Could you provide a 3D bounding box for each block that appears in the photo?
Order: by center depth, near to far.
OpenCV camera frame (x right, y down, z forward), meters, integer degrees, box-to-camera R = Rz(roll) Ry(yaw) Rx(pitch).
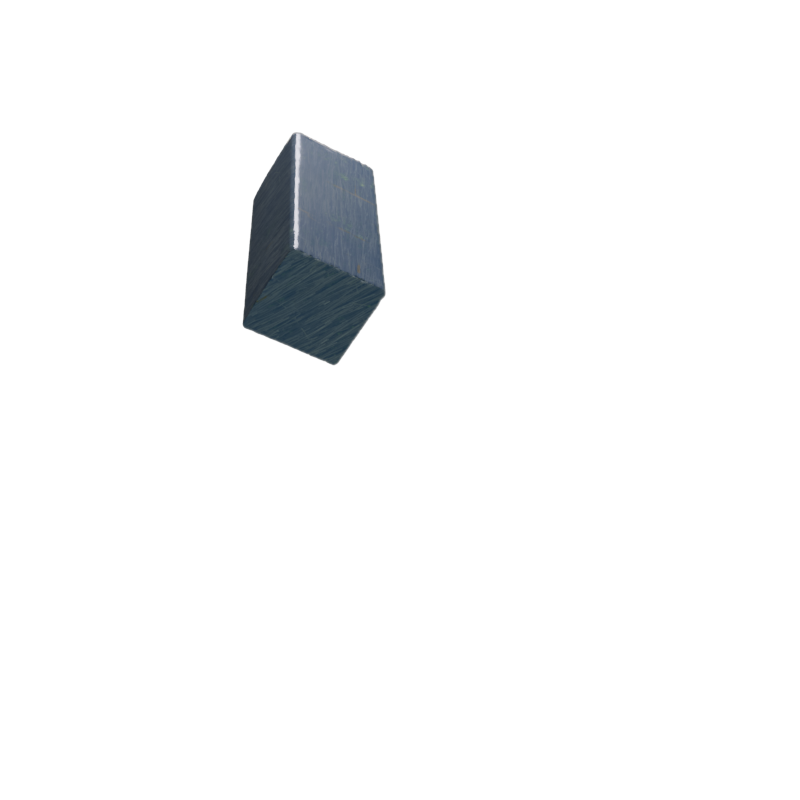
[{"bbox_3d":[-0.077,-0.141,0.986,0.087,0.087,0.221,23,32,-20],"label":"block"}]
